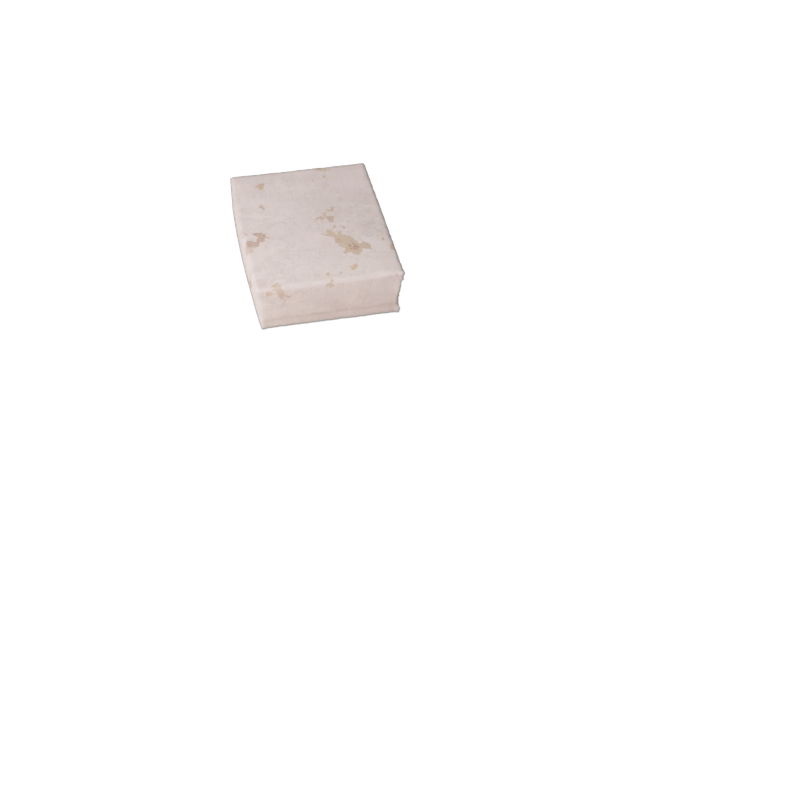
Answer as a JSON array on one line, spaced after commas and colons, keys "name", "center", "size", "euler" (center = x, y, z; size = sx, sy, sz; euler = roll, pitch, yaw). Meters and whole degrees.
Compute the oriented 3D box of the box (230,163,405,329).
[{"name": "box", "center": [-0.054, -0.099, 0.693], "size": [0.089, 0.123, 0.036], "euler": [-9, -42, -9]}]
